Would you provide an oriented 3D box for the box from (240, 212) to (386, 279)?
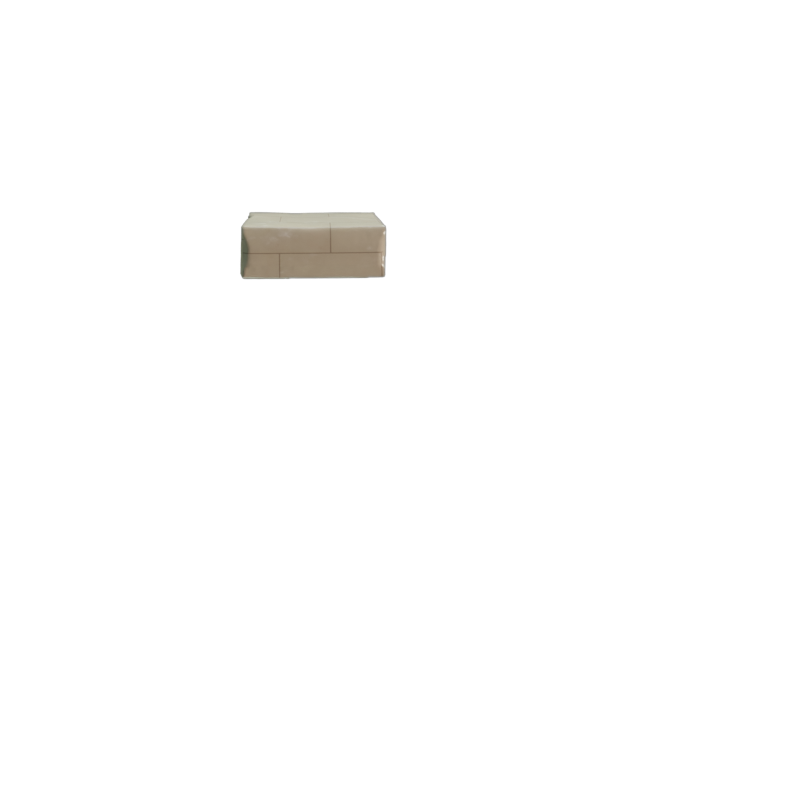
[{"bbox_3d":[-0.047,-0.085,0.594,0.073,0.029,0.092,0,13,-3],"label":"box"}]
